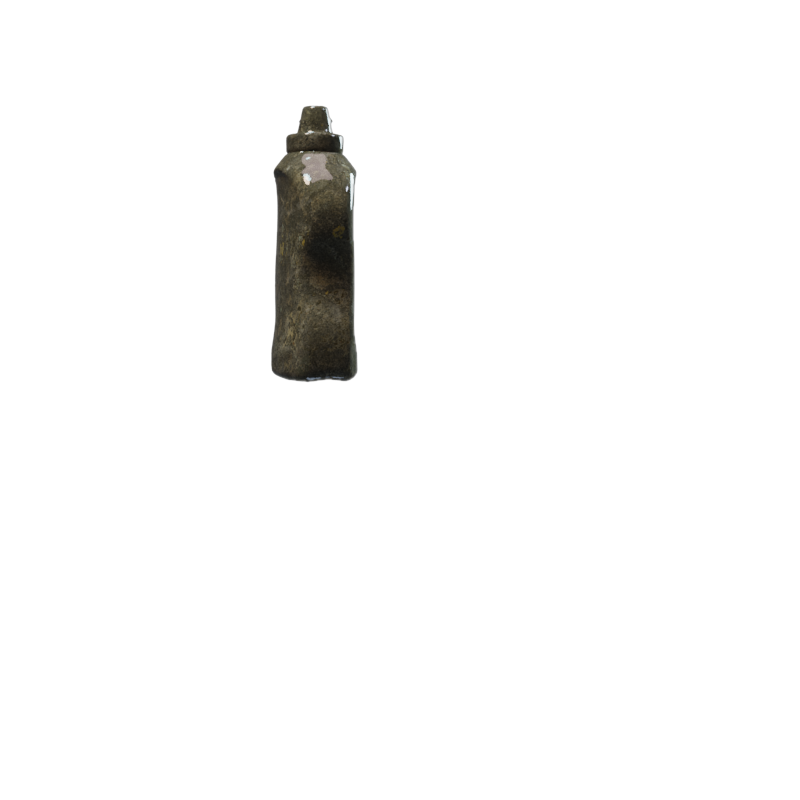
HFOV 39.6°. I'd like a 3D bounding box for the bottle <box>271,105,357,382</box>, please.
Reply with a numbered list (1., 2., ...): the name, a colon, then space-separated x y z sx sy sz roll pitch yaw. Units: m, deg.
1. bottle: -0.061 -0.112 0.787 0.057 0.192 0.098 0 0 -15
